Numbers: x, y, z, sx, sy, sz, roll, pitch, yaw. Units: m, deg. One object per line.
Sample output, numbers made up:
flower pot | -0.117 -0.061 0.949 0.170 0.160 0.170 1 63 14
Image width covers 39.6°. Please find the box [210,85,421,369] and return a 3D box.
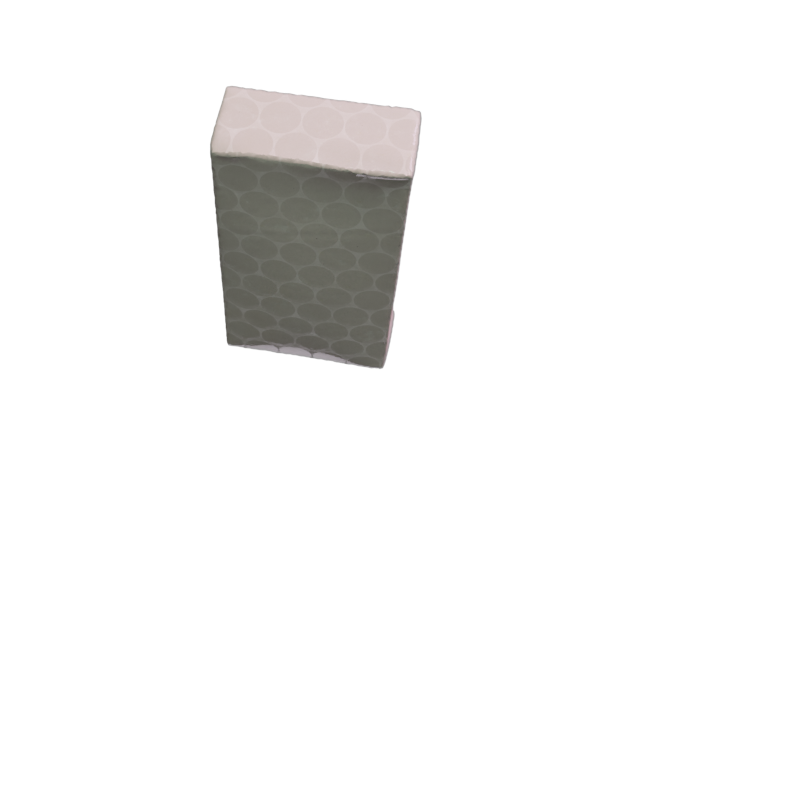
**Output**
box | -0.044 -0.080 0.562 0.094 0.051 0.166 9 -27 1
